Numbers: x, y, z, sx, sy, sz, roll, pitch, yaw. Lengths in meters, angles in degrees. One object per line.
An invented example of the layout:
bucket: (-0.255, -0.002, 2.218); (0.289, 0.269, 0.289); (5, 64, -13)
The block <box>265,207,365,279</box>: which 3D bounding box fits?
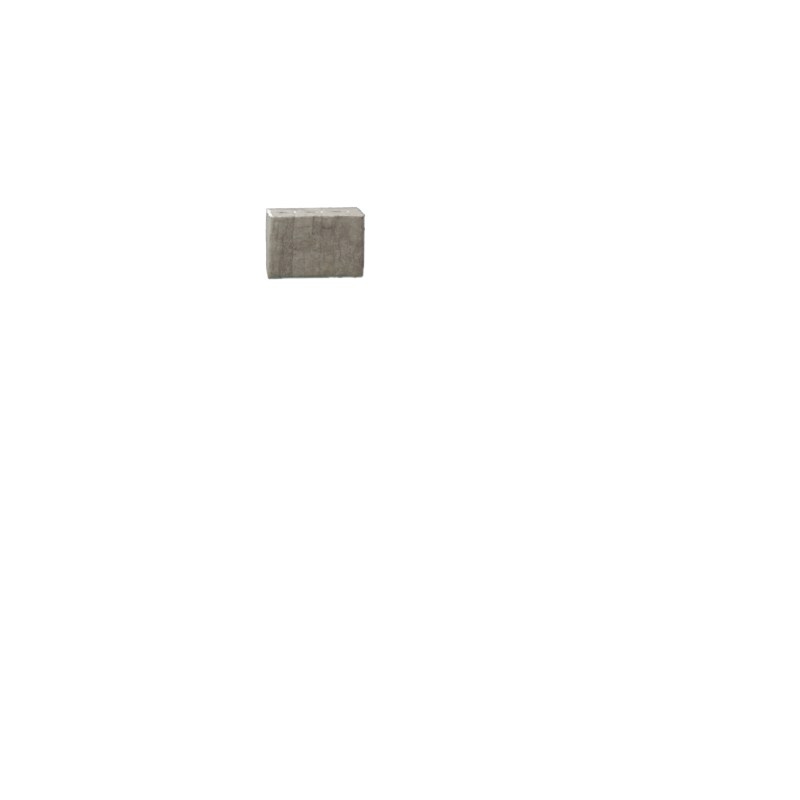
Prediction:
block: (-0.070, -0.129, 0.900); (0.077, 0.050, 0.055); (-2, 14, -8)
